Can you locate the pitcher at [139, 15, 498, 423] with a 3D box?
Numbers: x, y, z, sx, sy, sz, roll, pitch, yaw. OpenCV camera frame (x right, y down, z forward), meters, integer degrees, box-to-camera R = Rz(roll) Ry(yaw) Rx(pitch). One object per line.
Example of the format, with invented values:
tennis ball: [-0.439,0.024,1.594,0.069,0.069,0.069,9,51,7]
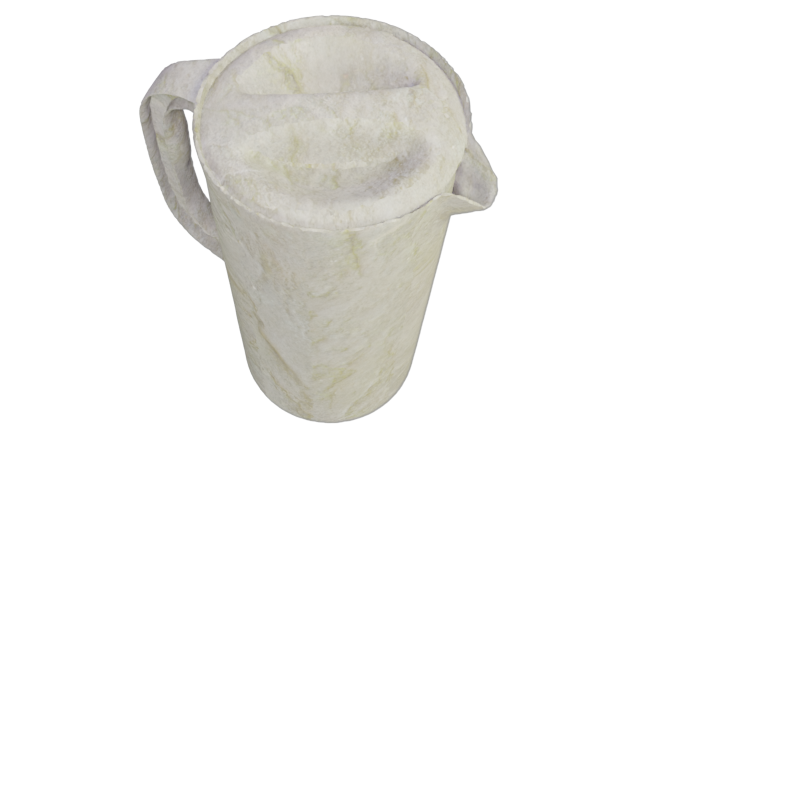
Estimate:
pitcher: [-0.048,-0.088,0.619,0.144,0.160,0.228,-20,-26,-13]
